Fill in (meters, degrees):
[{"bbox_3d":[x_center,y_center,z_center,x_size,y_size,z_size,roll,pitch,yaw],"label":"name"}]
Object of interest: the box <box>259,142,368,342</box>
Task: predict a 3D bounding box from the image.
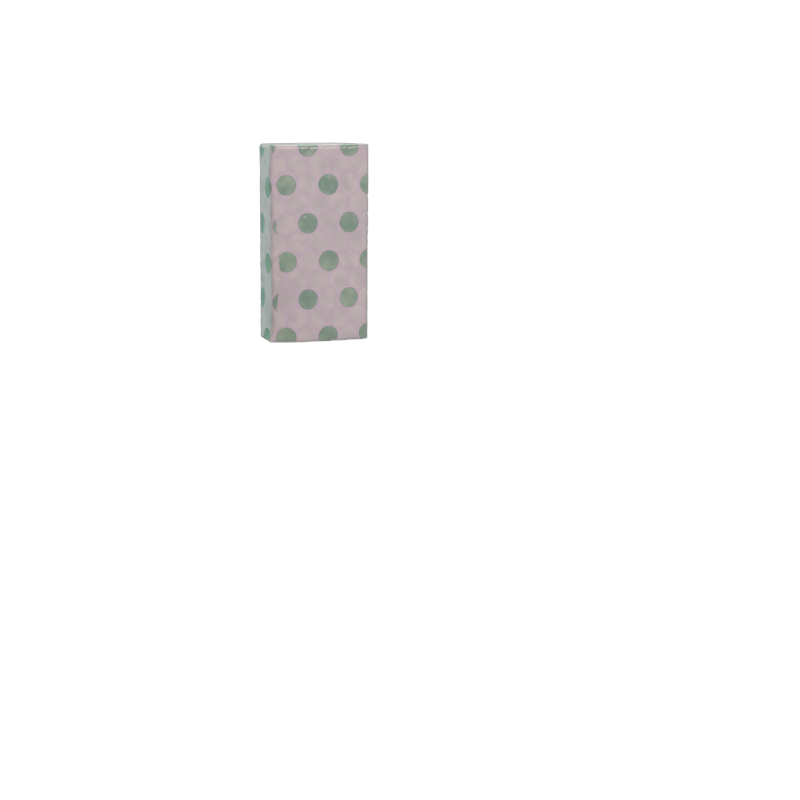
[{"bbox_3d":[-0.077,-0.141,0.991,0.091,0.174,0.050,-2,6,-19],"label":"box"}]
